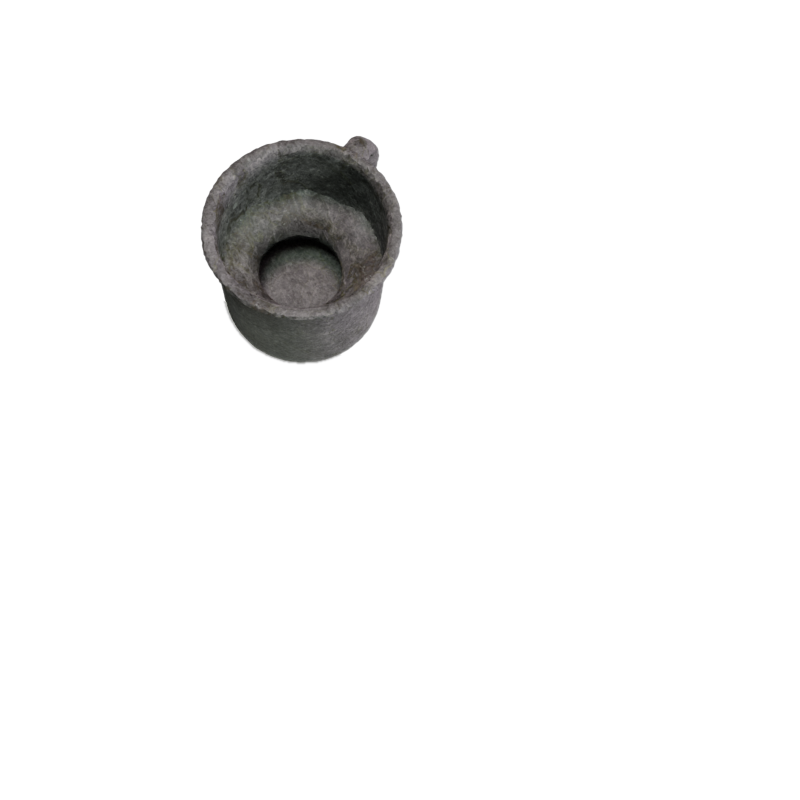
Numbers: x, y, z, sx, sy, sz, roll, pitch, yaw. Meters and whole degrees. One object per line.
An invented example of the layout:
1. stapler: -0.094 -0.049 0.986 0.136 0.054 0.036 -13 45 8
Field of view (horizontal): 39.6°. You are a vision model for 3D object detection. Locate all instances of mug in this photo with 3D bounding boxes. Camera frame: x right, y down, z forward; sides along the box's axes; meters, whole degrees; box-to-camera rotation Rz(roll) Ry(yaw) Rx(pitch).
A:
1. mug: -0.043 -0.078 0.549 0.095 0.121 0.077 24 -21 8
